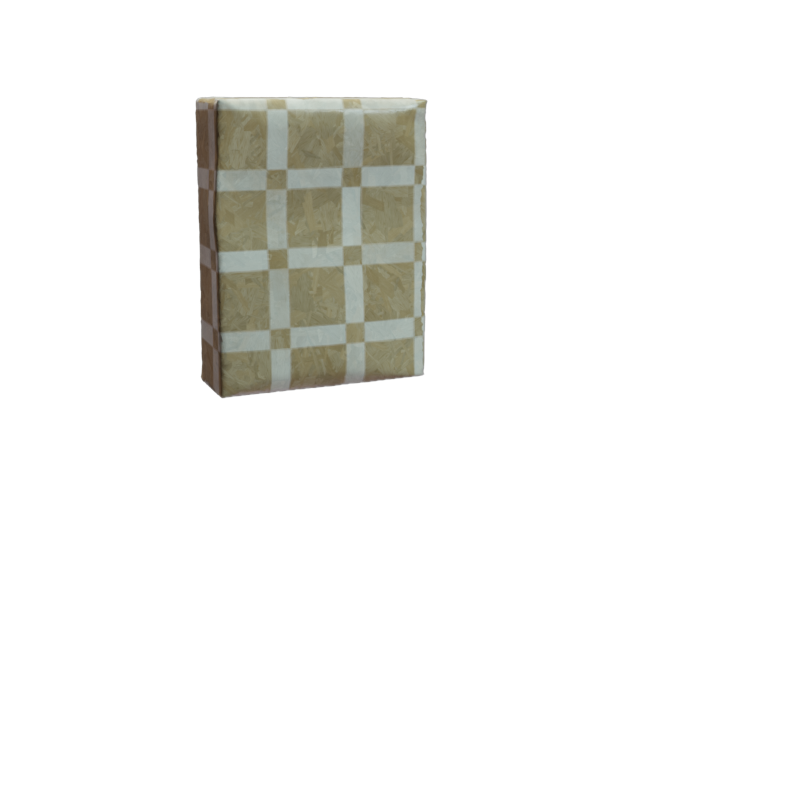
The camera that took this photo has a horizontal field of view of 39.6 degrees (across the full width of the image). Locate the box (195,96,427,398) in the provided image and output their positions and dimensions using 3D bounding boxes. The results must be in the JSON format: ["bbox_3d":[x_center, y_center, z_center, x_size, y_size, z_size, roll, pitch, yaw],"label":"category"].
[{"bbox_3d":[-0.065,-0.118,0.825,0.160,0.210,0.075,-4,9,-21],"label":"box"}]
